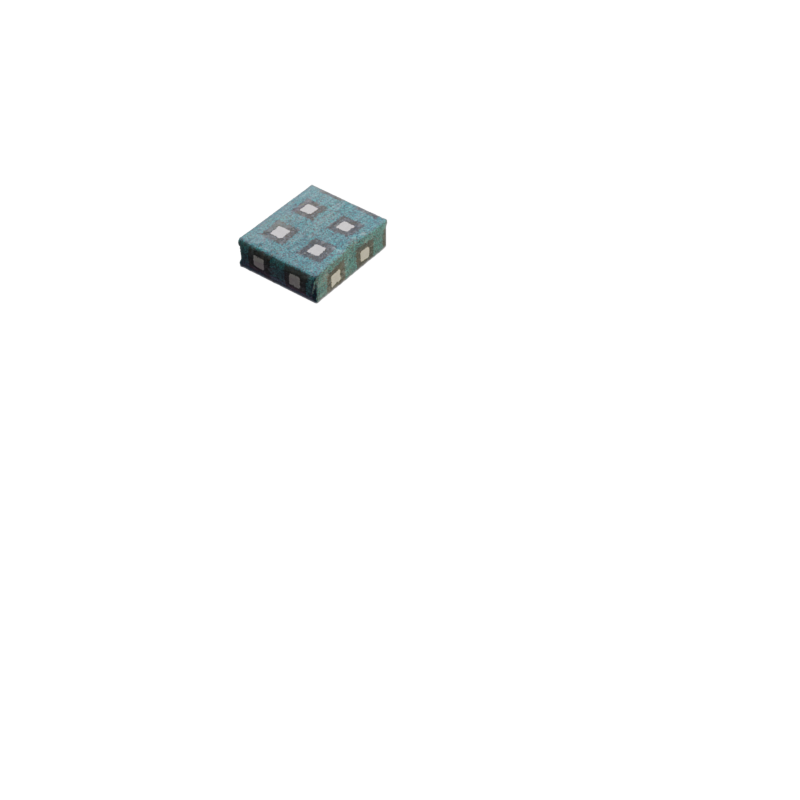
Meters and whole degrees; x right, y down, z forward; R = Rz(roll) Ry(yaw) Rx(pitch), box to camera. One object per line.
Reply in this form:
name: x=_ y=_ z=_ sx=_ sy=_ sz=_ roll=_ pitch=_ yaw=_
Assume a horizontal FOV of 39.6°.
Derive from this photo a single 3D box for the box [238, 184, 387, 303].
box: x=-0.064 y=-0.117 z=0.821 sx=0.077 sy=0.028 sz=0.091 roll=27 pitch=49 yaw=26
